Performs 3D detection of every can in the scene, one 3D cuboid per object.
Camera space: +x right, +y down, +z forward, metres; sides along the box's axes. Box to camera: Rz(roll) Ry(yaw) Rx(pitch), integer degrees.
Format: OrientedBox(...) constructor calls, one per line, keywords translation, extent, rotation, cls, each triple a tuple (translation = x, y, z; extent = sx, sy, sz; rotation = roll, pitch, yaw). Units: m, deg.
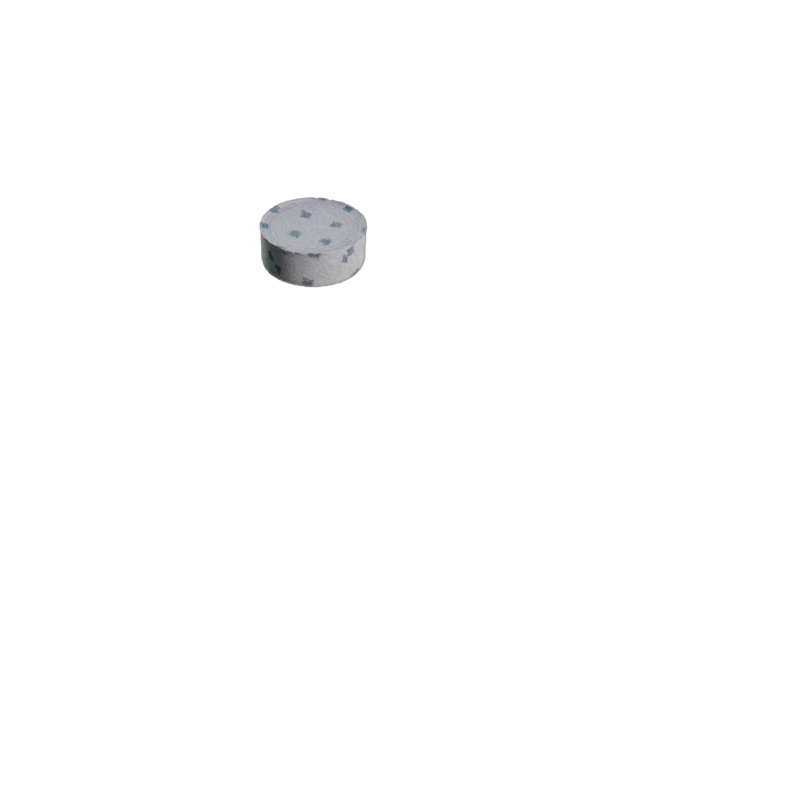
OrientedBox(translation=(-0.069, -0.127, 0.888), extent=(0.086, 0.031, 0.092), rotation=(-1, 38, -2), cls="can")
